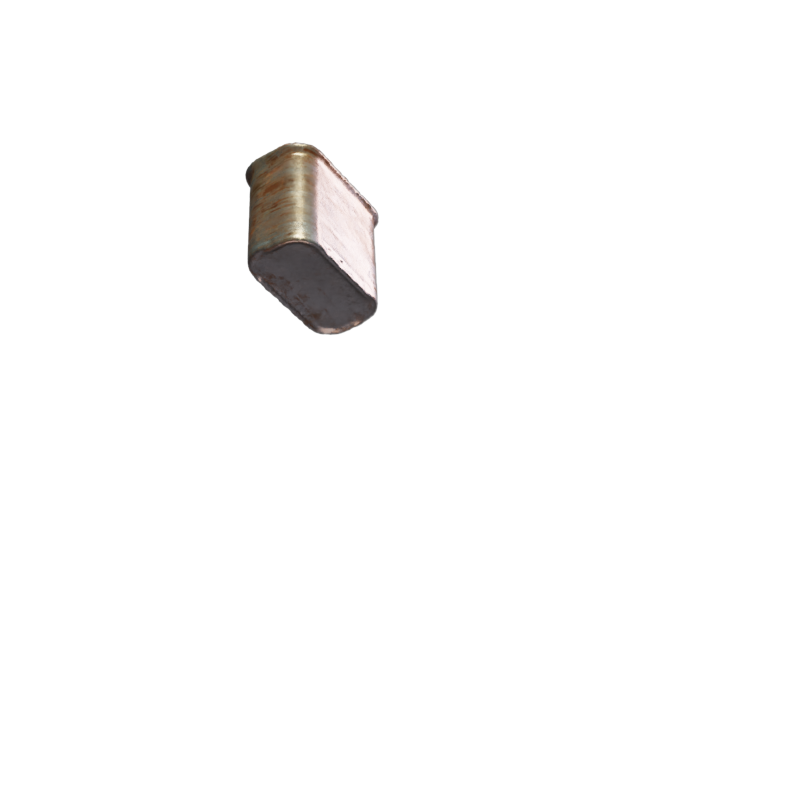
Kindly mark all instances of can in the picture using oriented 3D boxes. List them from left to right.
[{"bbox_3d":[-0.057,-0.104,0.726,0.058,0.090,0.094,-24,-44,24],"label":"can"}]
